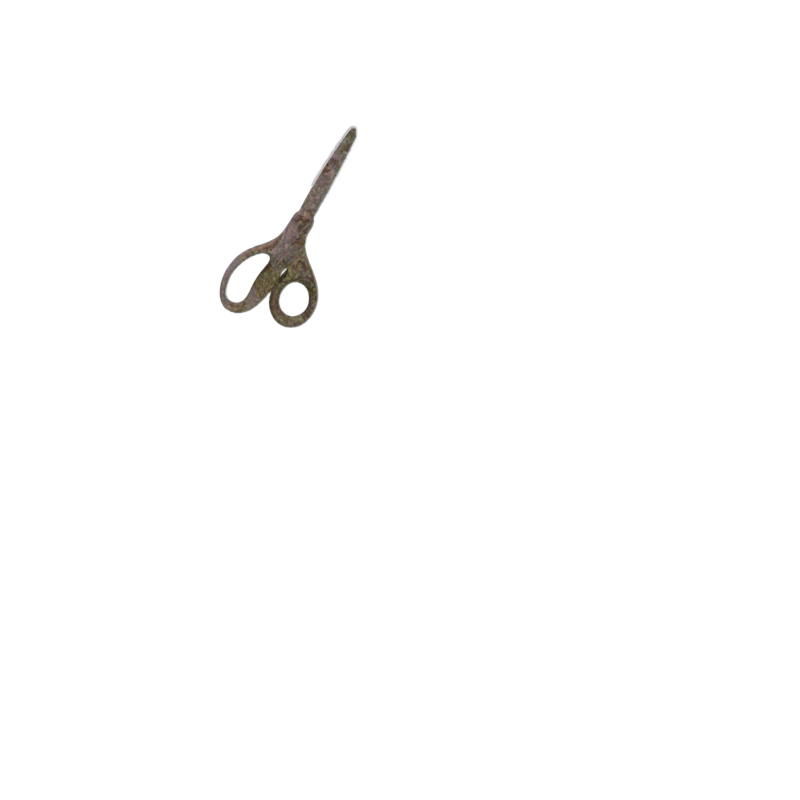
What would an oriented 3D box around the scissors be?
[{"bbox_3d":[-0.076,-0.139,0.971,0.092,0.199,0.017,41,20,-19],"label":"scissors"}]
